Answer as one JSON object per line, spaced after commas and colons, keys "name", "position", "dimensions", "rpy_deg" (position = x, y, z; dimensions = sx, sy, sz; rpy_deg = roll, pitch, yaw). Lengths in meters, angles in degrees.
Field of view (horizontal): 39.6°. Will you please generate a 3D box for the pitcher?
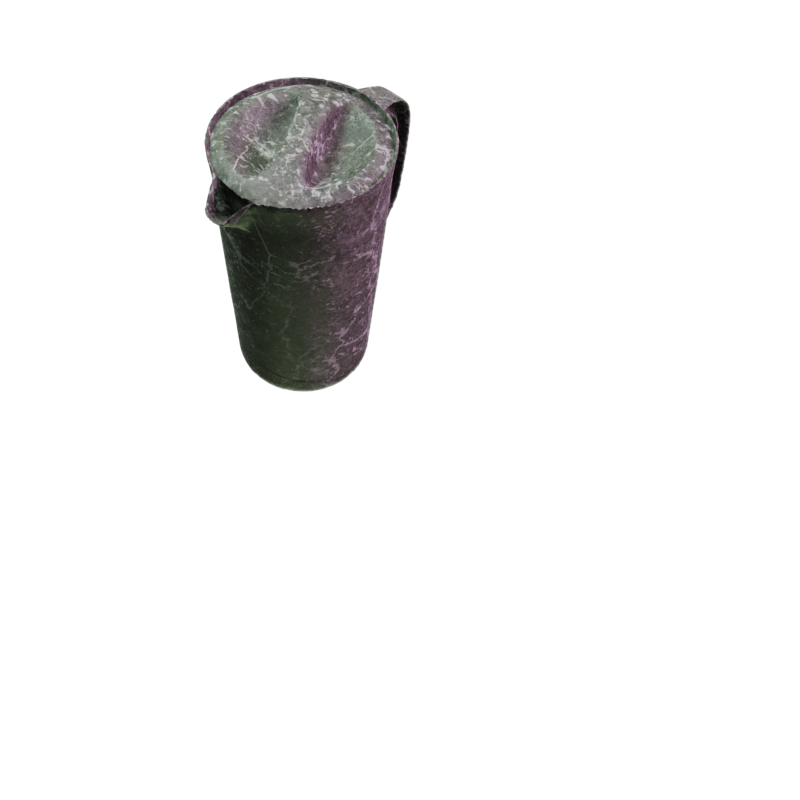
{"name": "pitcher", "position": [-0.066, -0.121, 0.849], "dimensions": [0.149, 0.156, 0.227], "rpy_deg": [-1, -37, -4]}
